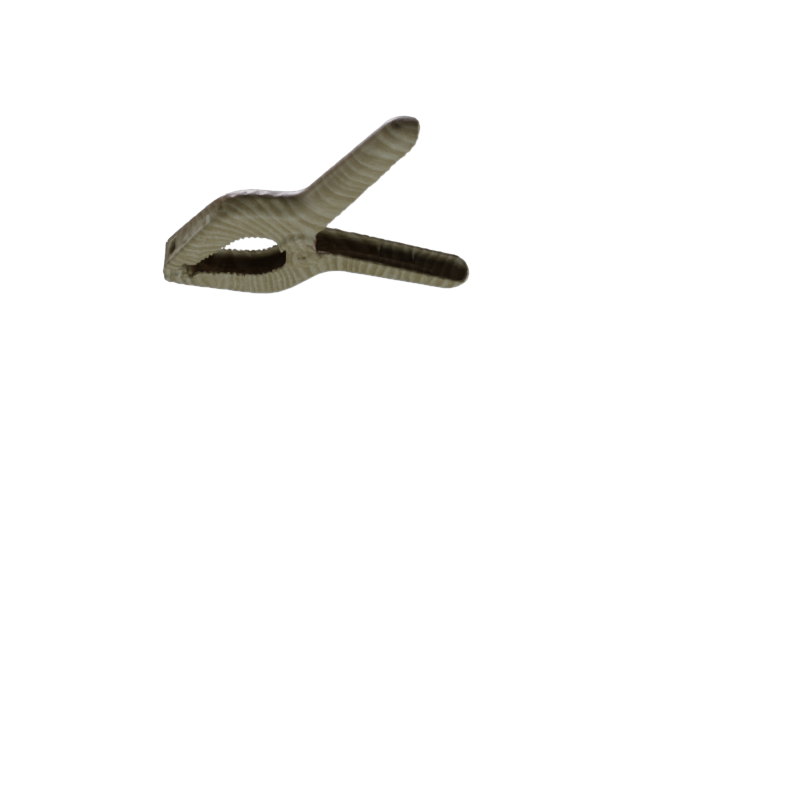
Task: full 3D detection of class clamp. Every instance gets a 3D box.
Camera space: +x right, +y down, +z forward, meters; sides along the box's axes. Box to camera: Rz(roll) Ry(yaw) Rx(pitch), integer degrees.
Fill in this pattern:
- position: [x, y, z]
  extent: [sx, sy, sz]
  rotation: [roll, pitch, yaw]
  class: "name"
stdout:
- position: [-0.060, -0.109, 0.763]
  extent: [0.212, 0.039, 0.152]
  rotation: [-14, -37, 18]
  class: "clamp"
